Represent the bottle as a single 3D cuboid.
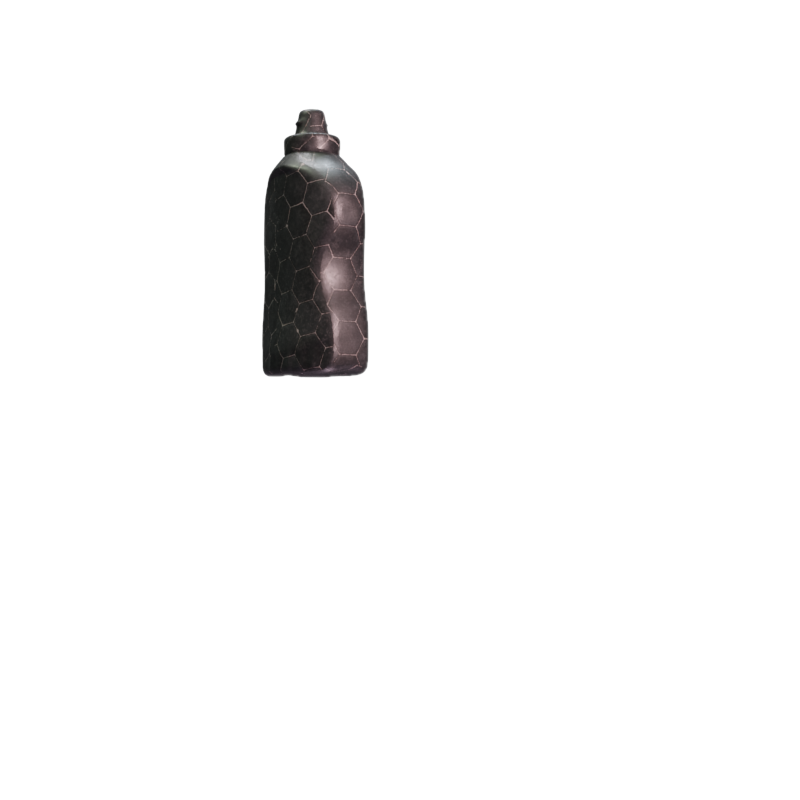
[{"bbox_3d":[-0.063,-0.114,0.795,0.056,0.196,0.098,5,-9,-33],"label":"bottle"}]
